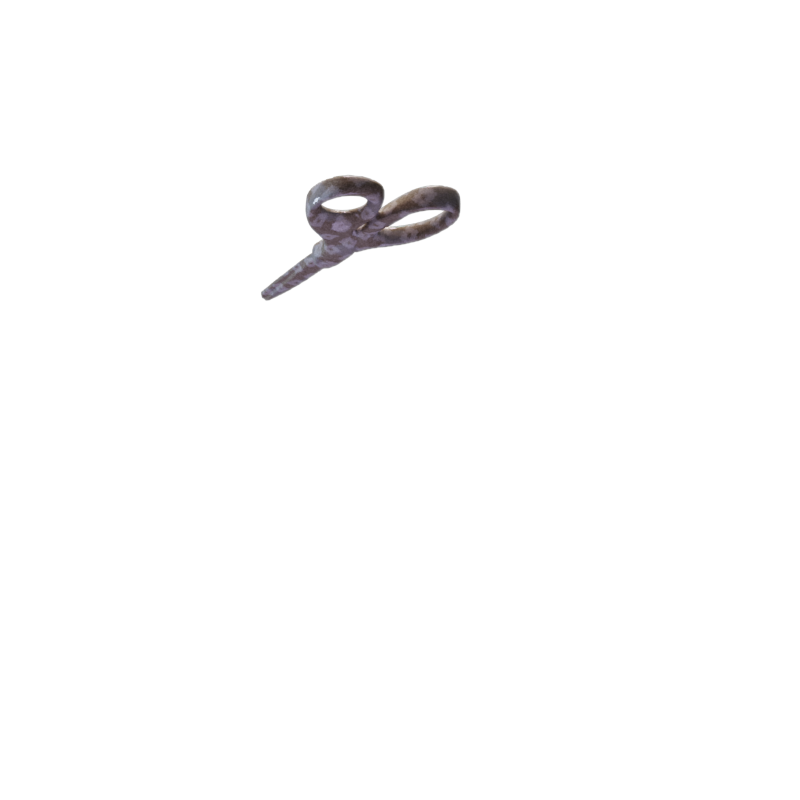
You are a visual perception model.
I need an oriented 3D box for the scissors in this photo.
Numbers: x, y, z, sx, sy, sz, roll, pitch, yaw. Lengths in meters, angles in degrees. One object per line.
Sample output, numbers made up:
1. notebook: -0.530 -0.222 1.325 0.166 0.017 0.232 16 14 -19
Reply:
1. scissors: -0.053 -0.097 0.681 0.204 0.016 0.091 -14 -21 42
